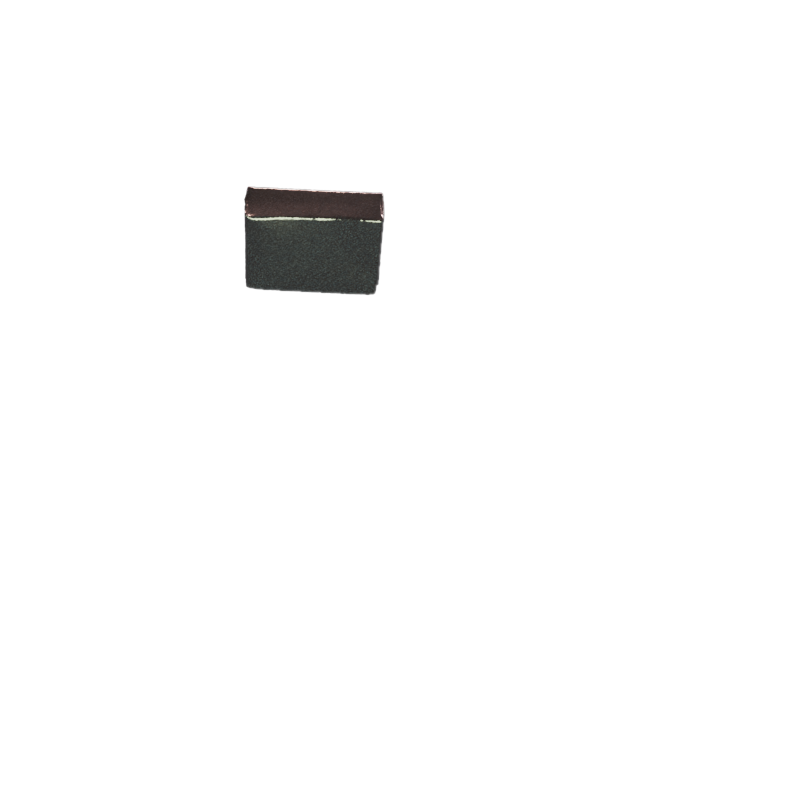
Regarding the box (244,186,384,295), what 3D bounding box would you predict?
[{"bbox_3d":[-0.072,-0.130,0.913,0.113,0.042,0.084,2,-41,-3],"label":"box"}]
